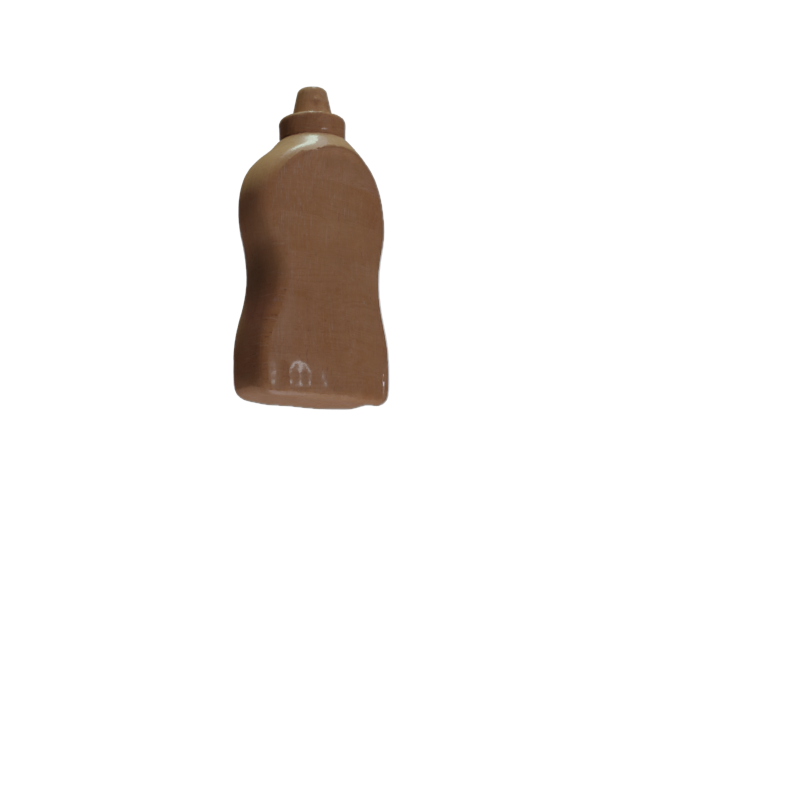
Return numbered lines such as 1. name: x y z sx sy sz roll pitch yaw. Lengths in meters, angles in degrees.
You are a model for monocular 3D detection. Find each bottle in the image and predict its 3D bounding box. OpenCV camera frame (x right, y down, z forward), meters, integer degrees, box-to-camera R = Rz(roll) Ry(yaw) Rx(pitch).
1. bottle: -0.052 -0.094 0.656 0.091 0.198 0.059 9 -17 -38
